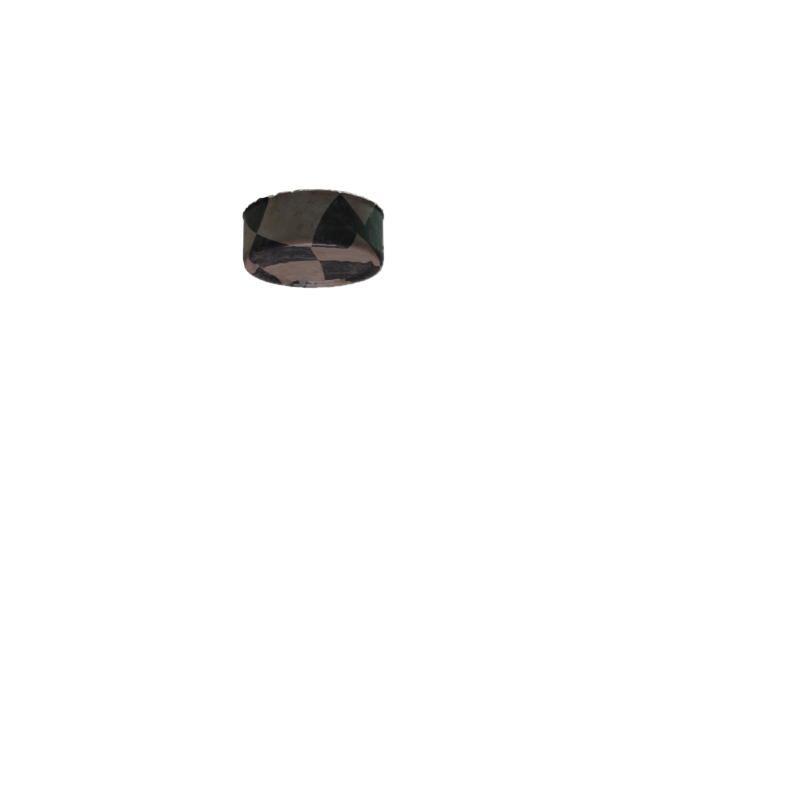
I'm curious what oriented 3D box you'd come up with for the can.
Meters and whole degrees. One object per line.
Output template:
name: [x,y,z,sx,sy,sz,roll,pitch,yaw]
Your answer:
can: [-0.052,-0.095,0.665,0.086,0.035,0.083,0,-13,-2]
